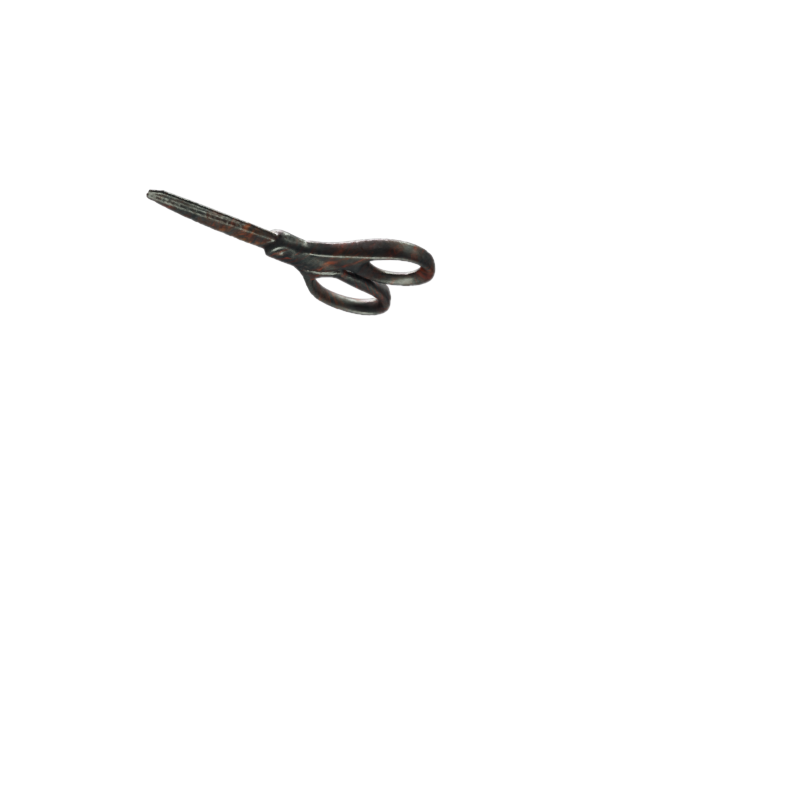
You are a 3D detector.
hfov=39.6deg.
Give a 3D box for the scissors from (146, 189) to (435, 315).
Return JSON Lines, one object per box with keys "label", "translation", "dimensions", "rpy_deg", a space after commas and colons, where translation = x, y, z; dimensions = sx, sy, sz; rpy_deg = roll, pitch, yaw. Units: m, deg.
{"label": "scissors", "translation": [-0.053, -0.098, 0.683], "dimensions": [0.098, 0.017, 0.188], "rpy_deg": [-14, -26, 30]}
